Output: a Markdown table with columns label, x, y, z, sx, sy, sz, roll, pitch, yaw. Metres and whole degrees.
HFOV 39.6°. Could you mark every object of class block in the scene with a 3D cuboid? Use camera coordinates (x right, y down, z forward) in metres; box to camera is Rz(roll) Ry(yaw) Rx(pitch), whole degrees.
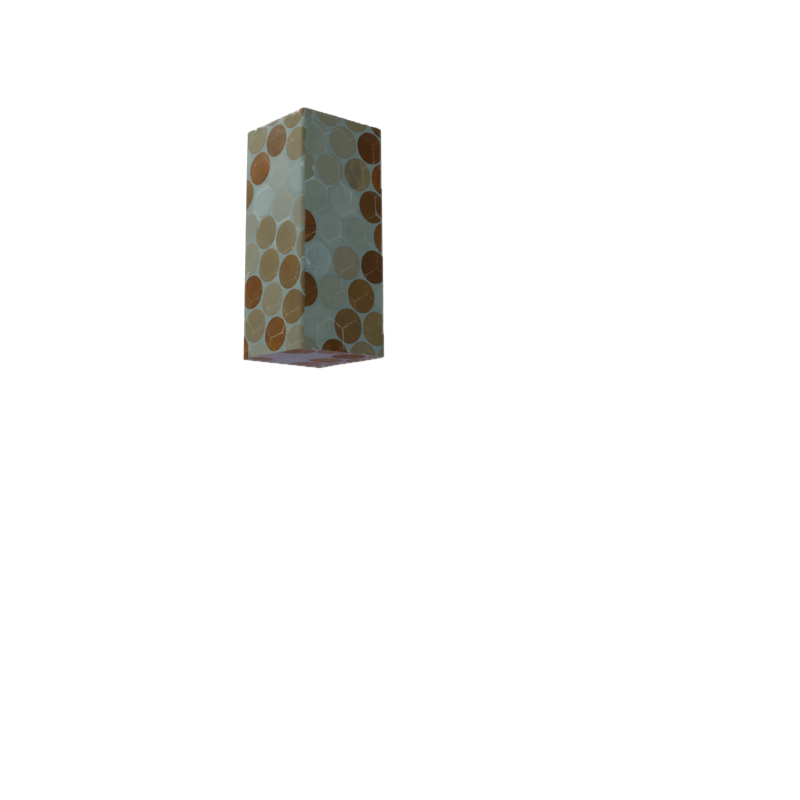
| label | x | y | z | sx | sy | sz | roll | pitch | yaw |
| --- | --- | --- | --- | --- | --- | --- | --- | --- | --- |
| block | -0.076 | -0.139 | 0.972 | 0.086 | 0.213 | 0.092 | 10 | -17 | -40 |
